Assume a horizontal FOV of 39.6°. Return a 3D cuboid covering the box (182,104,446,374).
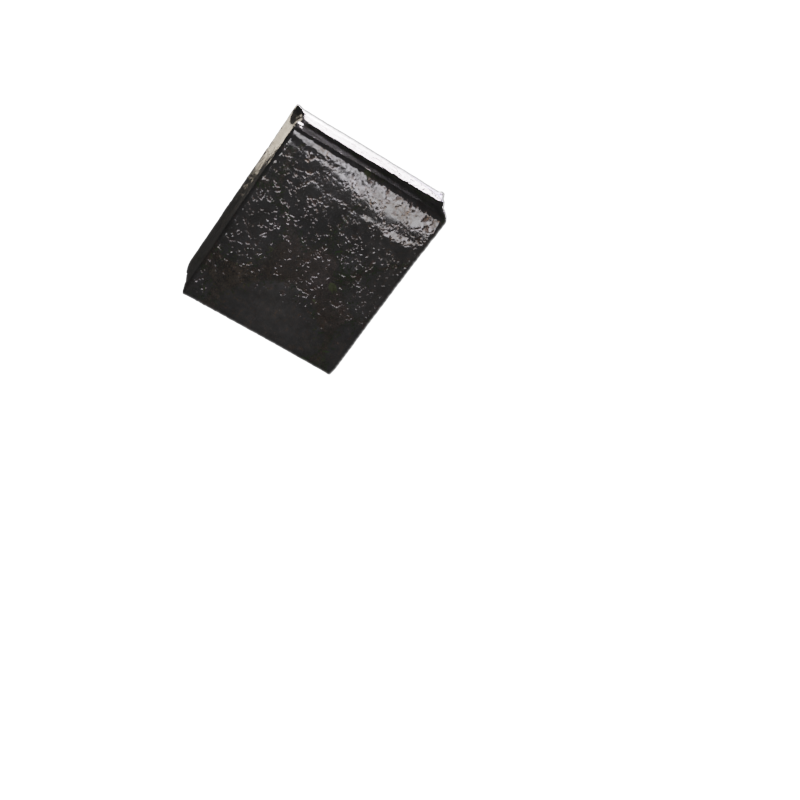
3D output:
[{"bbox_3d":[-0.035,-0.065,0.454,0.071,0.087,0.032,30,23,-16],"label":"box"}]
